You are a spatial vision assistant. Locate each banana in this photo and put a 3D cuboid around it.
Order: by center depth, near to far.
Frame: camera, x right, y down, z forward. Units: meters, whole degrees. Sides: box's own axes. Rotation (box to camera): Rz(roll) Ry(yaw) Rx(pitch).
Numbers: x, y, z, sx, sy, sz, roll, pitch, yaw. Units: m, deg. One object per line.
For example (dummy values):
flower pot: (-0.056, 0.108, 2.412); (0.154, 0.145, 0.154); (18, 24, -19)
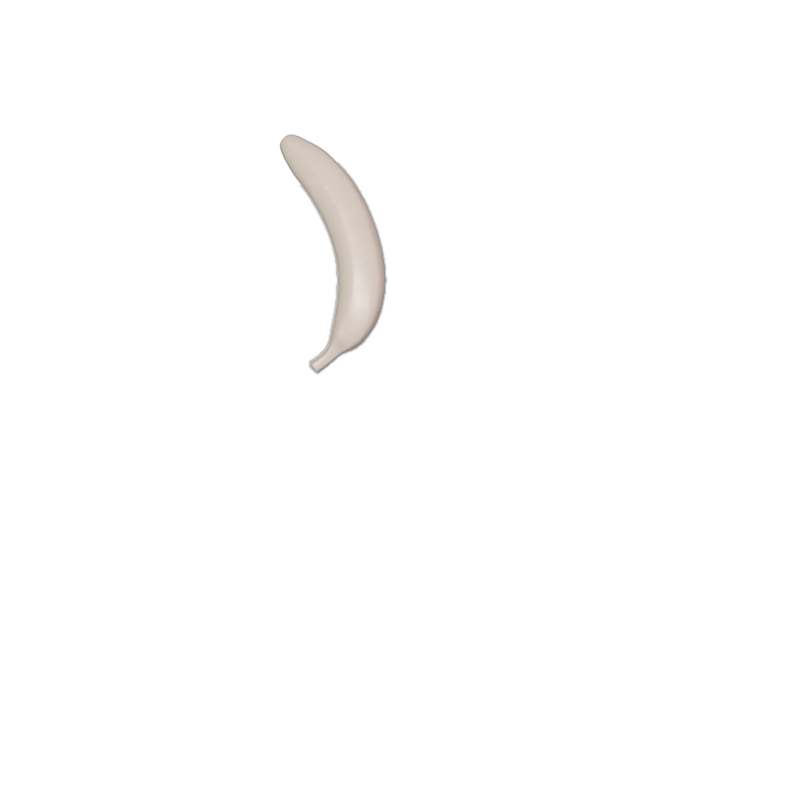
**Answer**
banana: (-0.050, -0.124, 0.878); (0.069, 0.206, 0.035); (-8, -17, -3)
